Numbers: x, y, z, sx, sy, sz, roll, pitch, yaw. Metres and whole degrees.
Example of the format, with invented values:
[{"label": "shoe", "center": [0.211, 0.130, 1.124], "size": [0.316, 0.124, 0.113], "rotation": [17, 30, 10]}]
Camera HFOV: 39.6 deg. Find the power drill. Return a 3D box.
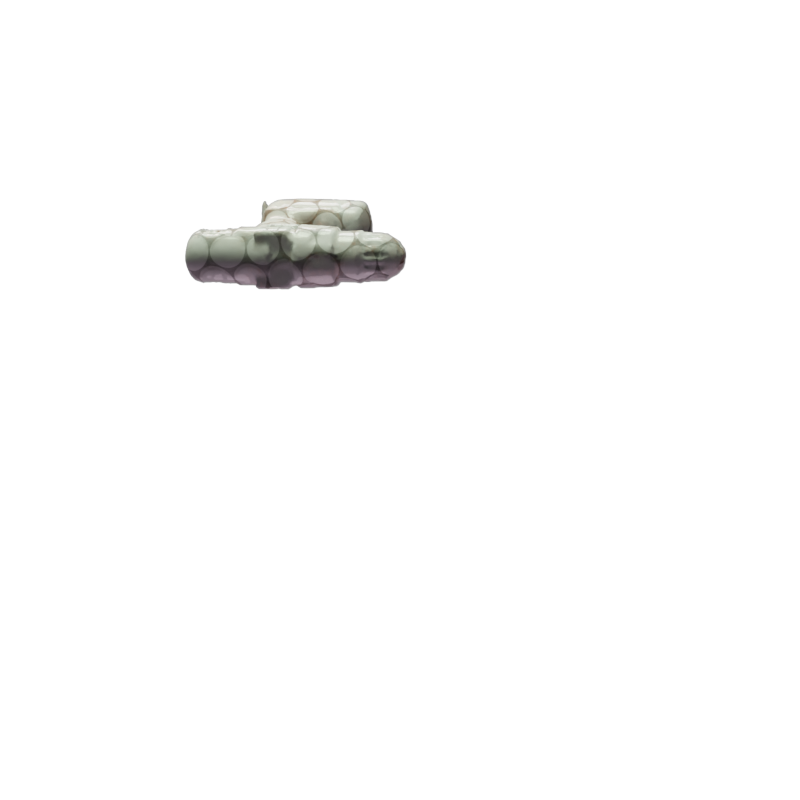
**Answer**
[{"label": "power drill", "center": [-0.076, -0.139, 0.977], "size": [0.187, 0.056, 0.190], "rotation": [3, 16, 11]}]
